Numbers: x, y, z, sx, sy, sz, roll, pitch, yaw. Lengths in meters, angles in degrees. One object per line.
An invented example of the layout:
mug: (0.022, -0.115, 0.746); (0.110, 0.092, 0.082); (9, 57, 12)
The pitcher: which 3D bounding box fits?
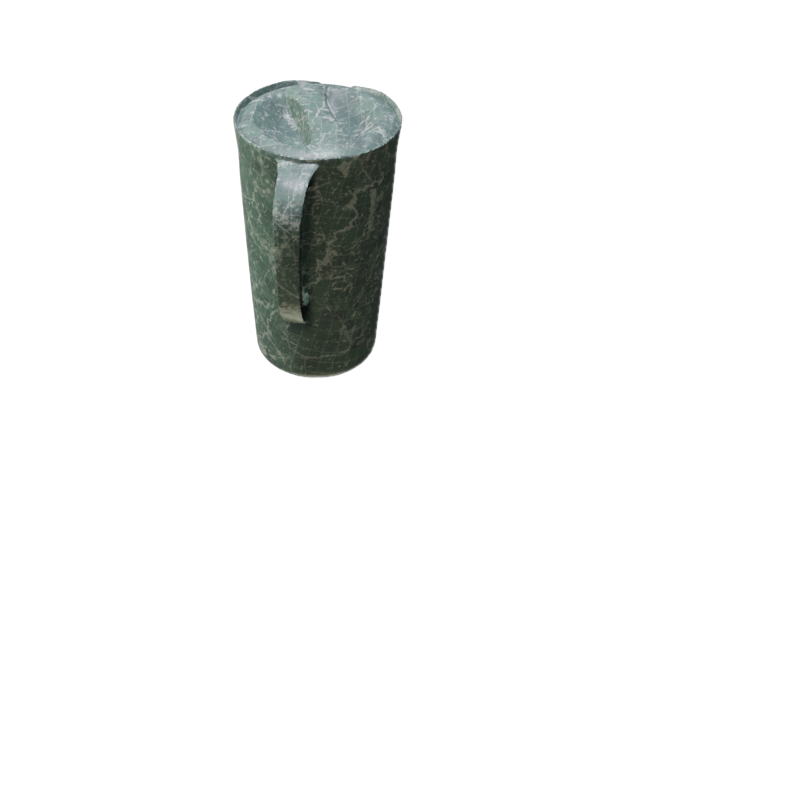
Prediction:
pitcher: (-0.073, -0.133, 0.931); (0.148, 0.227, 0.156); (-23, 45, -28)
